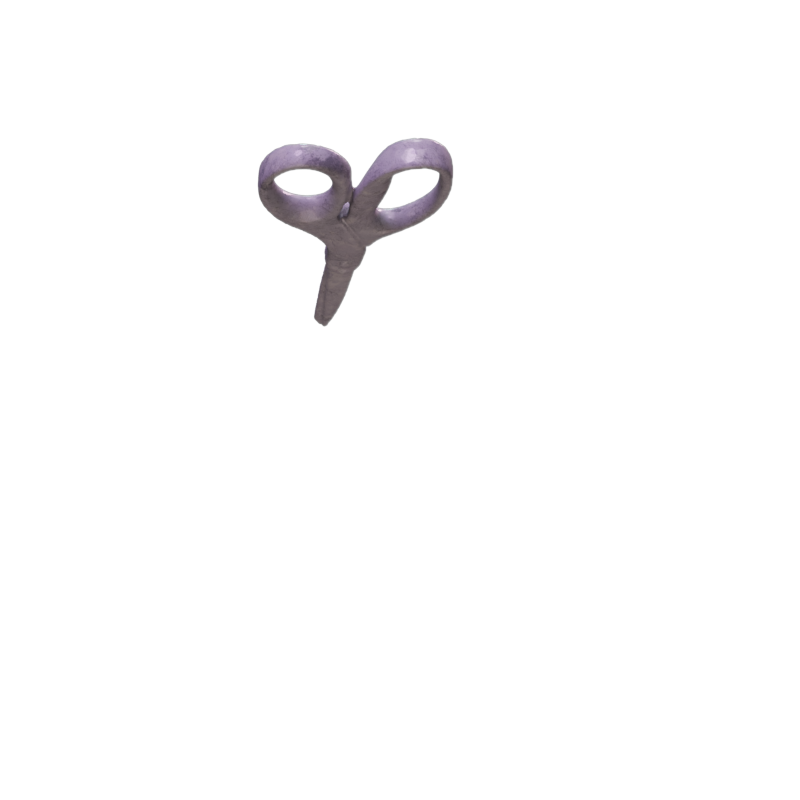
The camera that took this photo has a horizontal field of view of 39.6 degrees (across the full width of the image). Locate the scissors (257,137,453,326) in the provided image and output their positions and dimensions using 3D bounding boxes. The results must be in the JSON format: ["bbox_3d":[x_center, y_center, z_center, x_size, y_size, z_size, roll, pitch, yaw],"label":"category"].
[{"bbox_3d":[-0.043,-0.079,0.556,0.093,0.017,0.198,9,-21,-24],"label":"scissors"}]
